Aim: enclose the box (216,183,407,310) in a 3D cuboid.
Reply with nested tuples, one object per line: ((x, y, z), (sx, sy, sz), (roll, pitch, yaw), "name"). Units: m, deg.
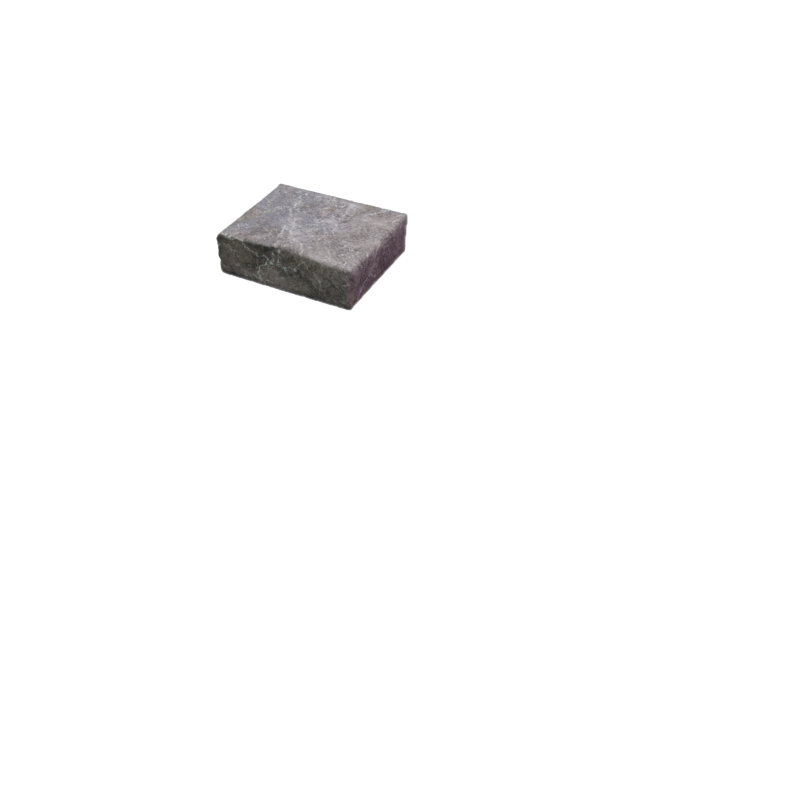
((-0.051, -0.093, 0.649), (0.093, 0.028, 0.075), (17, 39, 22), "box")
